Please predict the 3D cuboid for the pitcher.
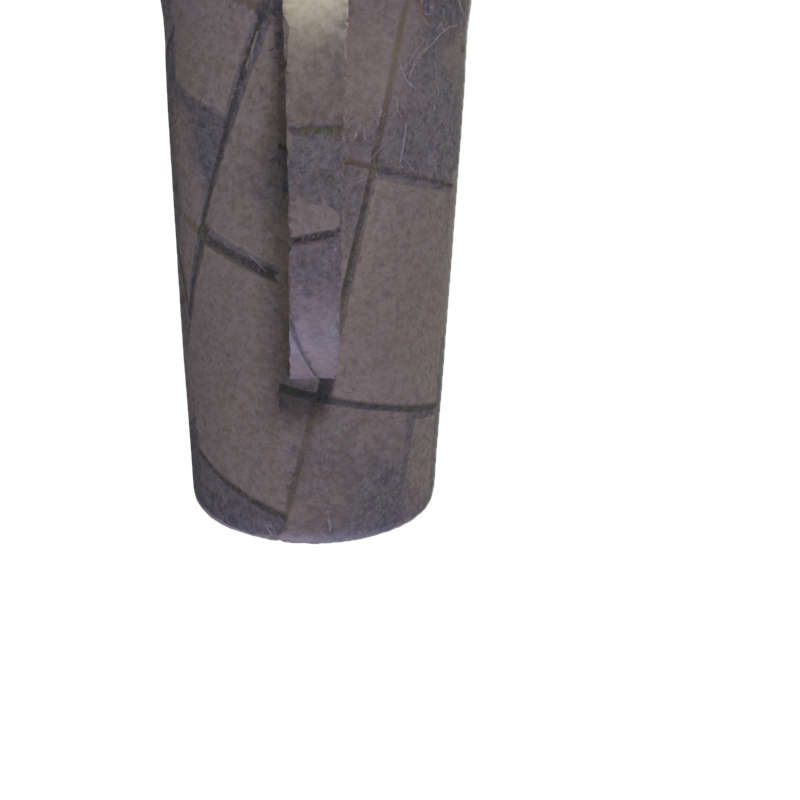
[{"bbox_3d":[-0.037,-0.067,0.472,0.152,0.238,0.145,9,13,41],"label":"pitcher"}]
